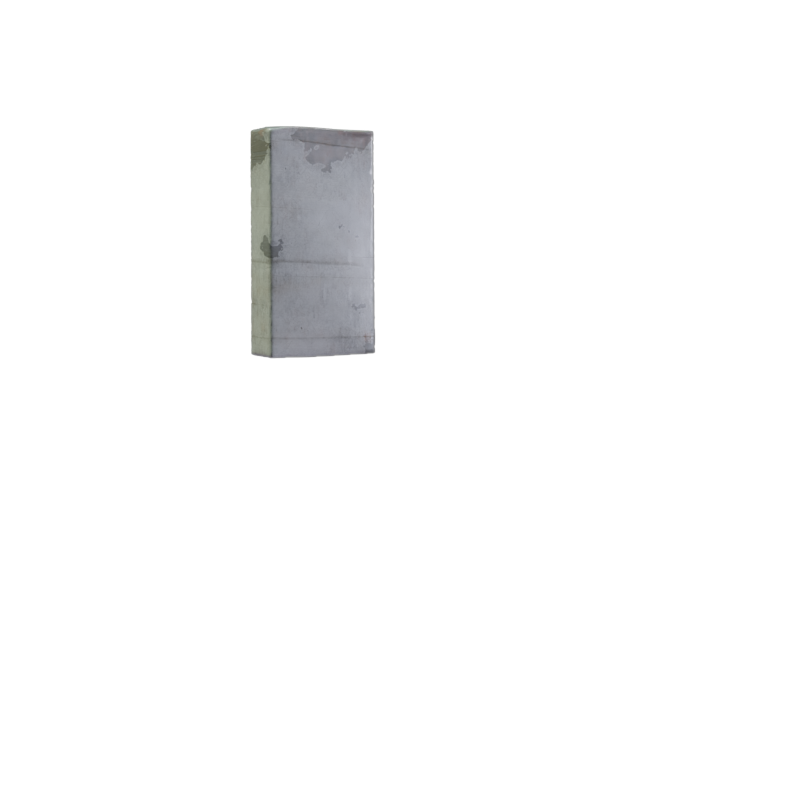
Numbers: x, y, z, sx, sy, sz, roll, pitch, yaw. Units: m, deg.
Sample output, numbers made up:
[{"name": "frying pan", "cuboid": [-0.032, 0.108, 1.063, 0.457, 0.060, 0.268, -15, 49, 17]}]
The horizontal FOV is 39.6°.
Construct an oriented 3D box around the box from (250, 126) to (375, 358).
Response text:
[{"name": "box", "cuboid": [-0.068, -0.123, 0.865, 0.090, 0.176, 0.050, -1, 2, -27]}]
